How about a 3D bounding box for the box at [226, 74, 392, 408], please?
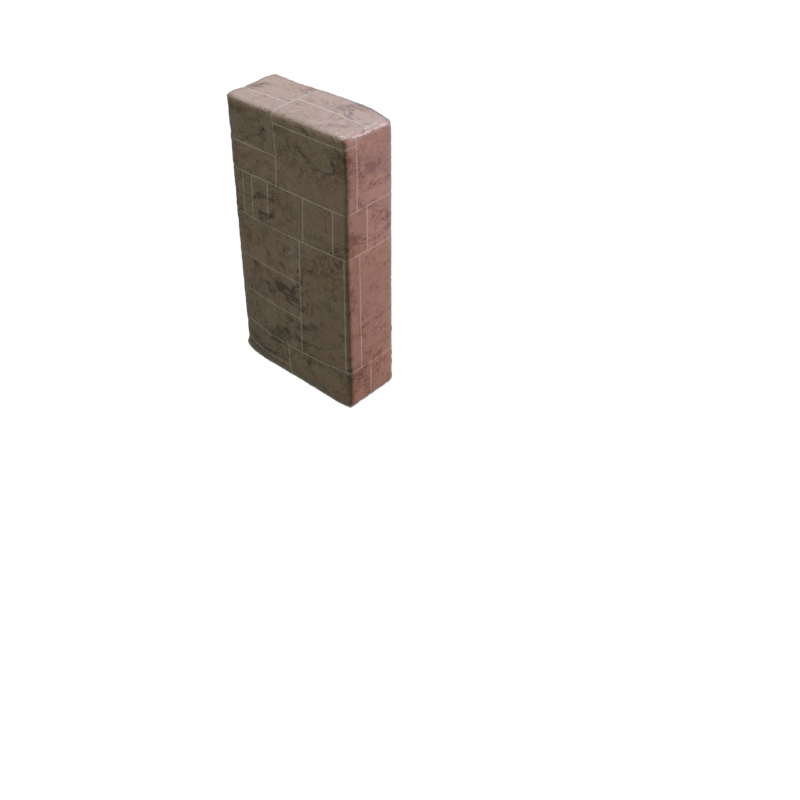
[{"bbox_3d":[-0.050,-0.092,0.642,0.099,0.165,0.048,29,41,35],"label":"box"}]
